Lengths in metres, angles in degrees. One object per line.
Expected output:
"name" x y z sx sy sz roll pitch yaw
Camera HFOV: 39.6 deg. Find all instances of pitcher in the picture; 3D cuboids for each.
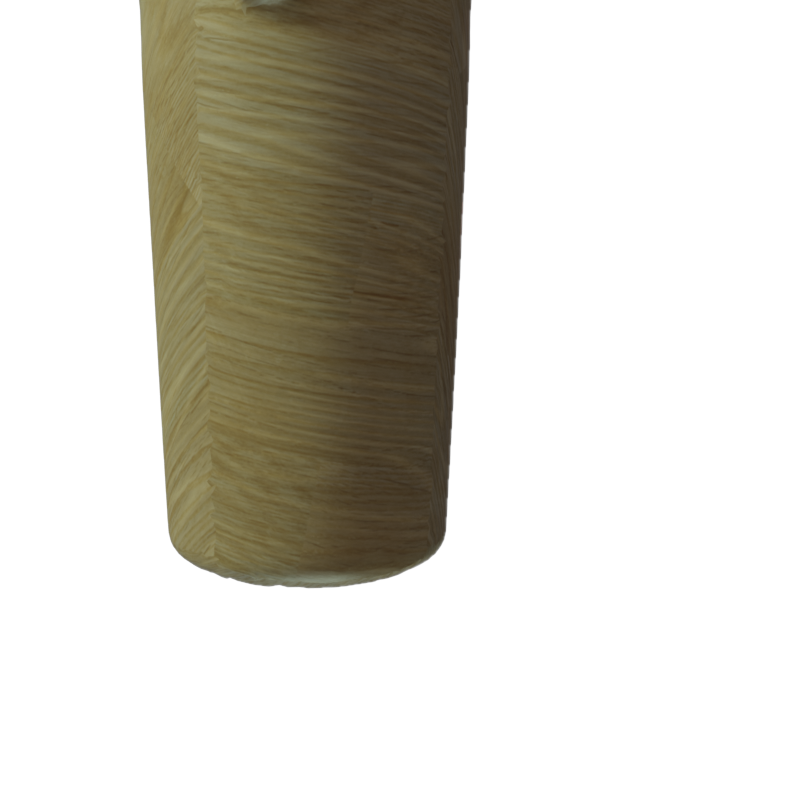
"pitcher" -0.035 -0.063 0.443 0.144 0.242 0.151 -2 3 -37
